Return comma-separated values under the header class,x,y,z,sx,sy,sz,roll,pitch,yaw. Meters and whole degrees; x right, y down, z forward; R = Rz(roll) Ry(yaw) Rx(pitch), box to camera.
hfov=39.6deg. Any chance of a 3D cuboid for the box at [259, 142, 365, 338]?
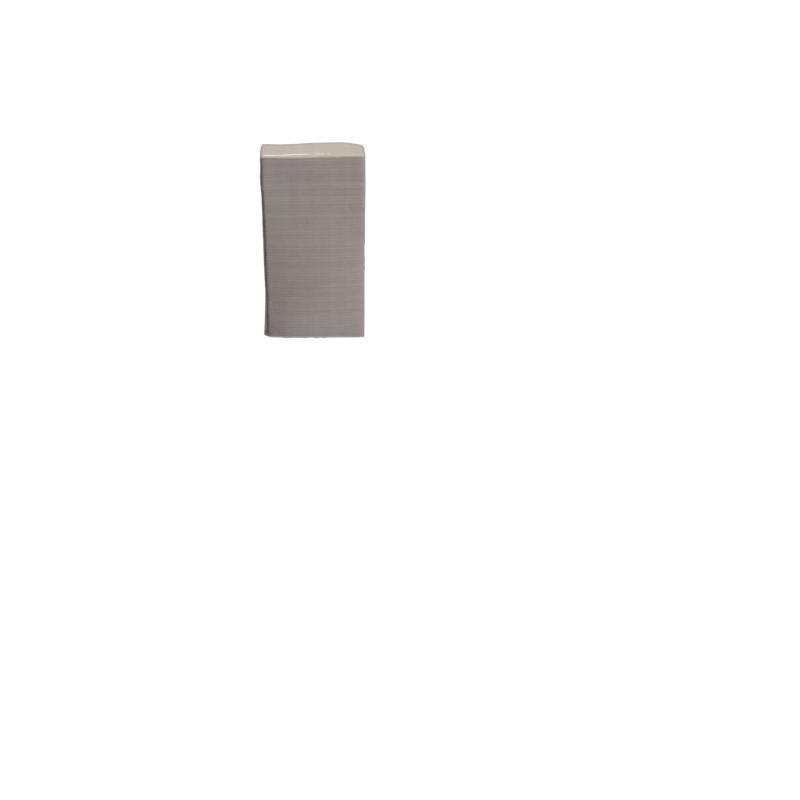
class,x,y,z,sx,sy,sz,roll,pitch,yaw
box,-0.078,-0.142,0.995,0.093,0.168,0.050,0,22,-2
